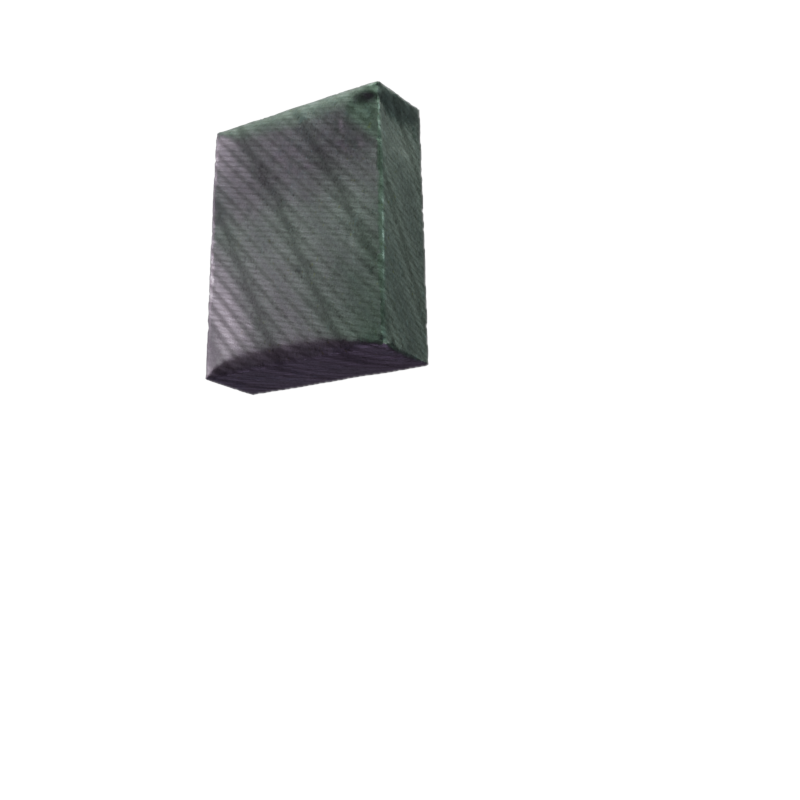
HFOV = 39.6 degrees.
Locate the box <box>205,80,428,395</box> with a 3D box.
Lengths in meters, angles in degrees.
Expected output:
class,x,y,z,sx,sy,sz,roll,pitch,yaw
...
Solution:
class,x,y,z,sx,sy,sz,roll,pitch,yaw
box,-0.068,-0.123,0.863,0.167,0.224,0.067,-12,-22,30
